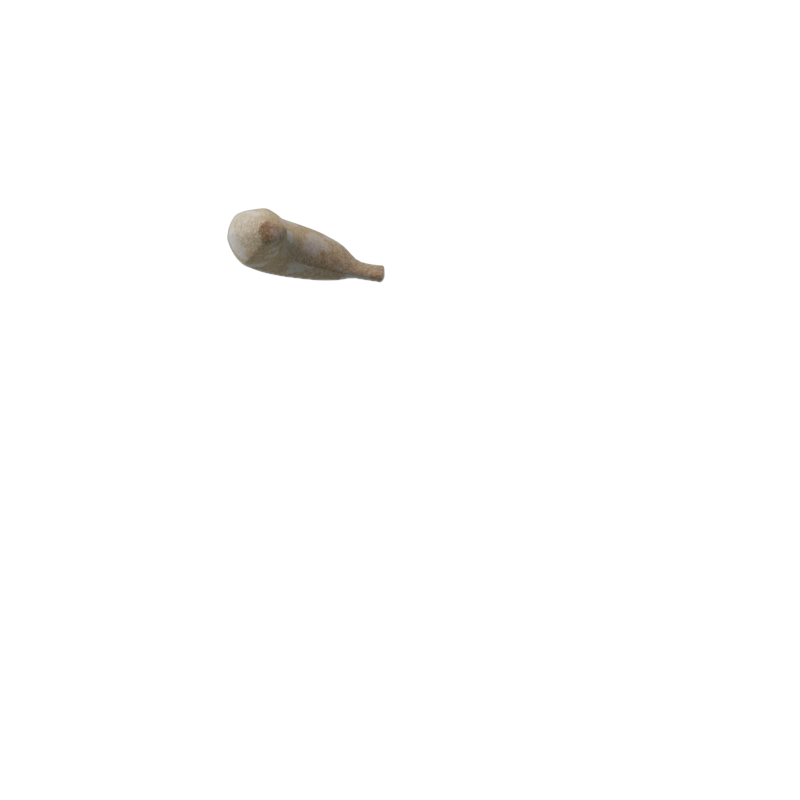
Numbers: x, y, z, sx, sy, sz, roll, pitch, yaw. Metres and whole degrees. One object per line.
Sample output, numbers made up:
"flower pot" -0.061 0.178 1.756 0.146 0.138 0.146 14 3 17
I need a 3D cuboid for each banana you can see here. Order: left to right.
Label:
"banana" -0.072 -0.102 0.727 0.071 0.037 0.191 0 0 20
